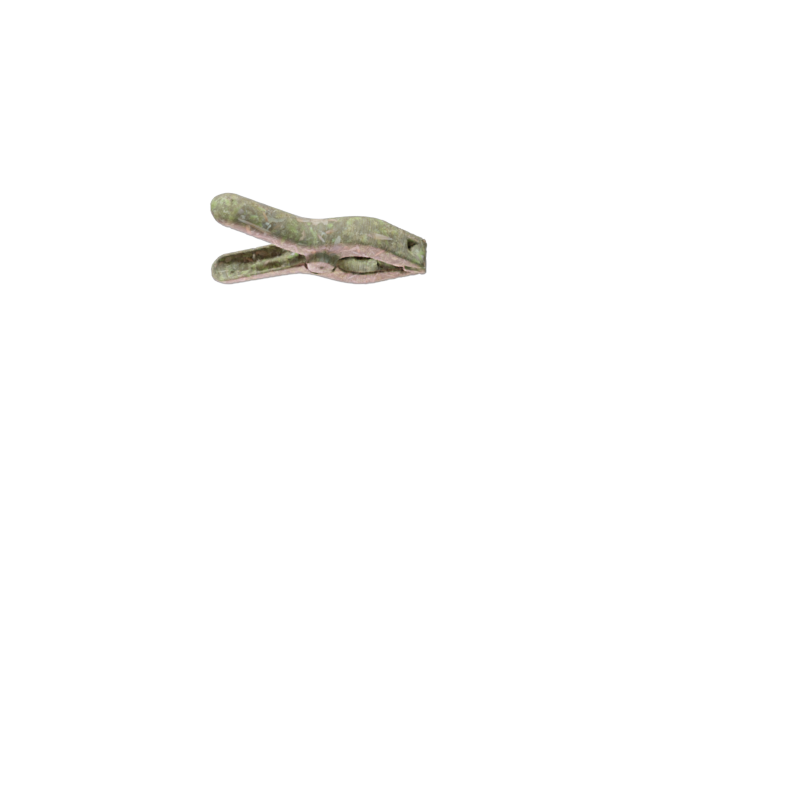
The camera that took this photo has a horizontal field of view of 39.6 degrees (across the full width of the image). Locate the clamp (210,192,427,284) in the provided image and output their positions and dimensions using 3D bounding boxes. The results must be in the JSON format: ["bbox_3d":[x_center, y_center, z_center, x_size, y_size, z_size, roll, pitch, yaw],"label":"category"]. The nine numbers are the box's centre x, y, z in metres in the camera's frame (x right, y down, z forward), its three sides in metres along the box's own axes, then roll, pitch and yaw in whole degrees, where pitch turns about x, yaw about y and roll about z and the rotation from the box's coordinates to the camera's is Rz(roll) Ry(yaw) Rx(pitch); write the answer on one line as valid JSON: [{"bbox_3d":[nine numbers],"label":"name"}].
[{"bbox_3d":[-0.065,-0.119,0.833,0.172,0.041,0.115,-1,-15,3],"label":"clamp"}]
